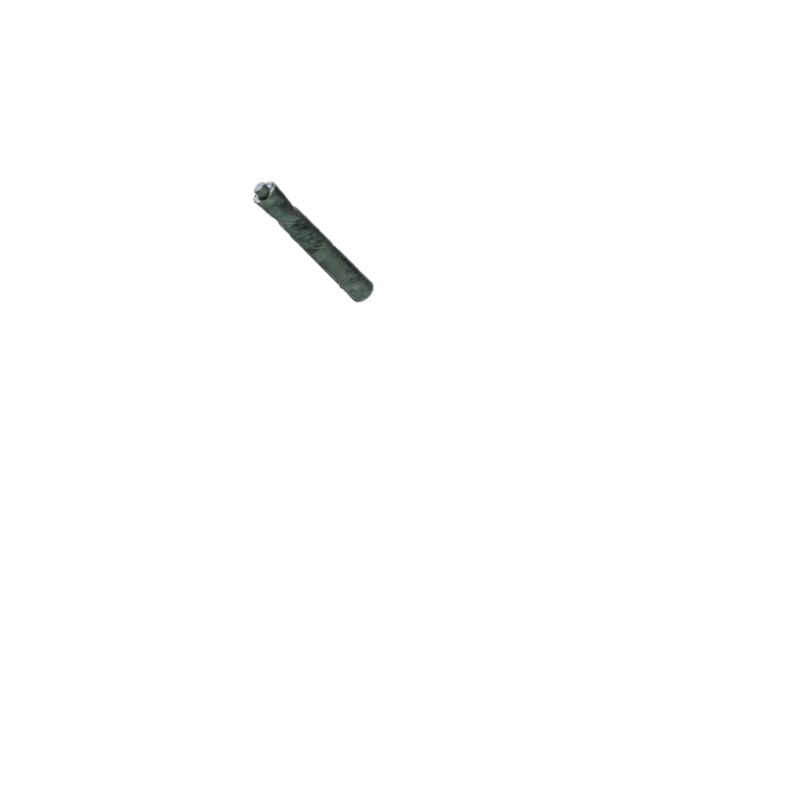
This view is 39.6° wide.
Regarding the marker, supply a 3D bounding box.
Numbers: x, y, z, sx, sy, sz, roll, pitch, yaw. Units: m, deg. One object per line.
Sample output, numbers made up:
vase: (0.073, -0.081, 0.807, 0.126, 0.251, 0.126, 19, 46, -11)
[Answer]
marker: (-0.060, -0.109, 0.766, 0.021, 0.020, 0.113, 3, -32, 48)
